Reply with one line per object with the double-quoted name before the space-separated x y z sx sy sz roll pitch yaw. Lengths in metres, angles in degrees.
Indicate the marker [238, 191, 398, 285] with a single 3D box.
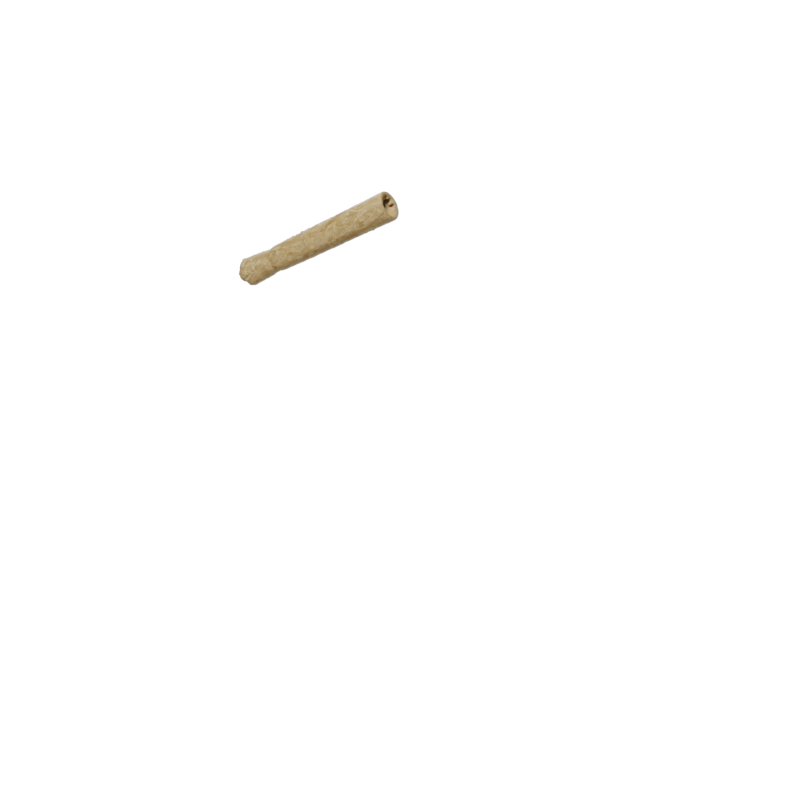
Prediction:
"marker" -0.055 -0.099 0.696 0.122 0.020 0.019 -20 -8 32
